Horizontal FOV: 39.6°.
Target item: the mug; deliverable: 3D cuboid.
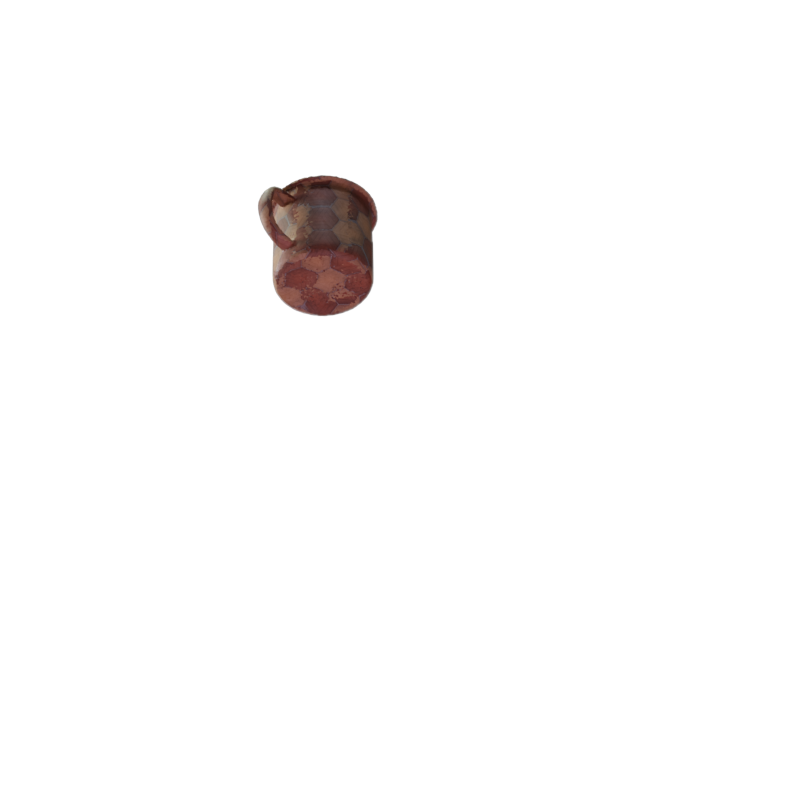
[{"bbox_3d":[-0.071,-0.129,0.905,0.093,0.087,0.109,-29,-48,28],"label":"mug"}]
